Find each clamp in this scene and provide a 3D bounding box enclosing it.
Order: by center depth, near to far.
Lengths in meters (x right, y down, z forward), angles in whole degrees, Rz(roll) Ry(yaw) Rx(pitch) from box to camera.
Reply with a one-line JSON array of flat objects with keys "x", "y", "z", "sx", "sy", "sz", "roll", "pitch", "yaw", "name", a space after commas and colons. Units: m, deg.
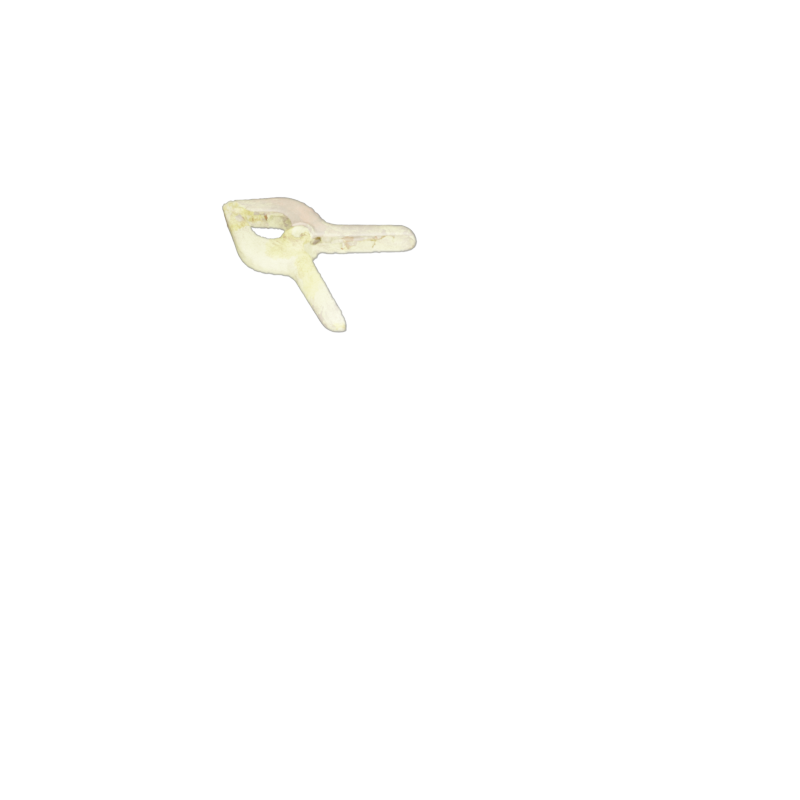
[{"x": -0.075, "y": -0.136, "z": 0.955, "sx": 0.182, "sy": 0.036, "sz": 0.121, "roll": 35, "pitch": 57, "yaw": 27, "name": "clamp"}]
